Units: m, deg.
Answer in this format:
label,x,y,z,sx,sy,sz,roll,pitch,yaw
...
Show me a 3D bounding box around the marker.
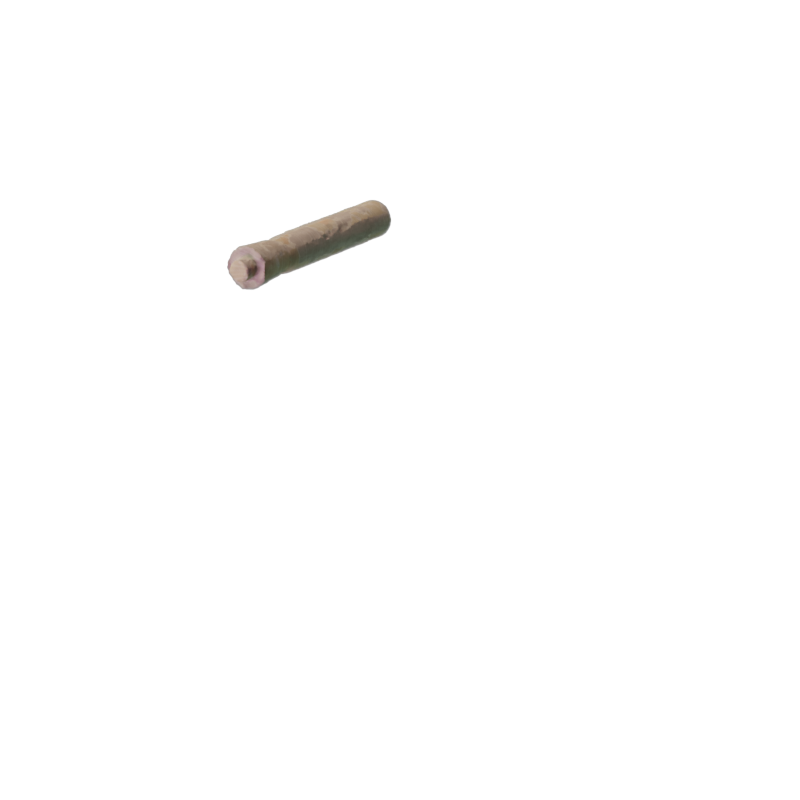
label,x,y,z,sx,sy,sz,roll,pitch,yaw
marker,-0.039,-0.071,0.500,0.020,0.019,0.121,2,19,27
